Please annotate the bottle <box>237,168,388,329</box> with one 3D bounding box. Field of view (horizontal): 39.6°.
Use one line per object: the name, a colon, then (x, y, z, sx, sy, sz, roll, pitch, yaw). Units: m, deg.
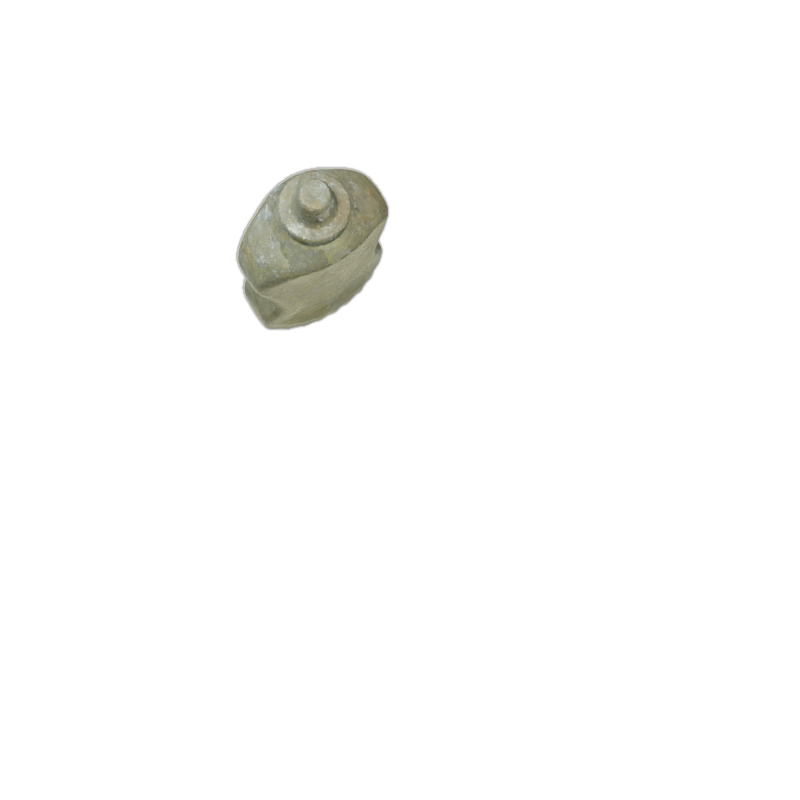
bottle: (-0.053, -0.097, 0.684, 0.096, 0.060, 0.186, -30, -6, -8)
